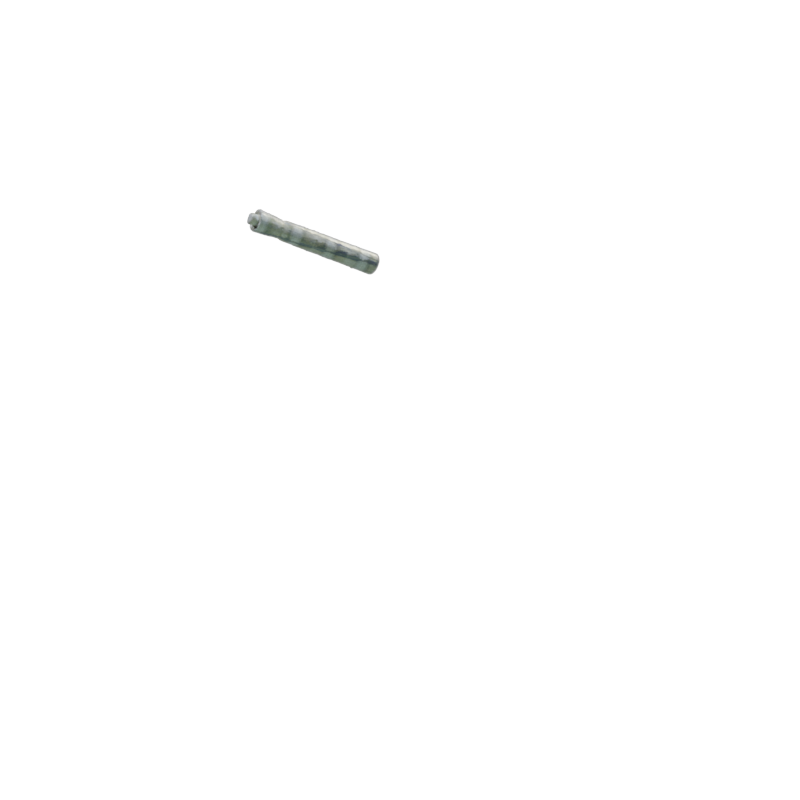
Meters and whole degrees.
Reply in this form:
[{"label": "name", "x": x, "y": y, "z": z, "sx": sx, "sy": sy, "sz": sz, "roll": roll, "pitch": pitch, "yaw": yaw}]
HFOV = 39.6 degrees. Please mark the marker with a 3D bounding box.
[{"label": "marker", "x": -0.071, "y": -0.130, "z": 0.908, "sx": 0.115, "sy": 0.020, "sz": 0.020, "roll": 17, "pitch": -5, "yaw": -28}]
